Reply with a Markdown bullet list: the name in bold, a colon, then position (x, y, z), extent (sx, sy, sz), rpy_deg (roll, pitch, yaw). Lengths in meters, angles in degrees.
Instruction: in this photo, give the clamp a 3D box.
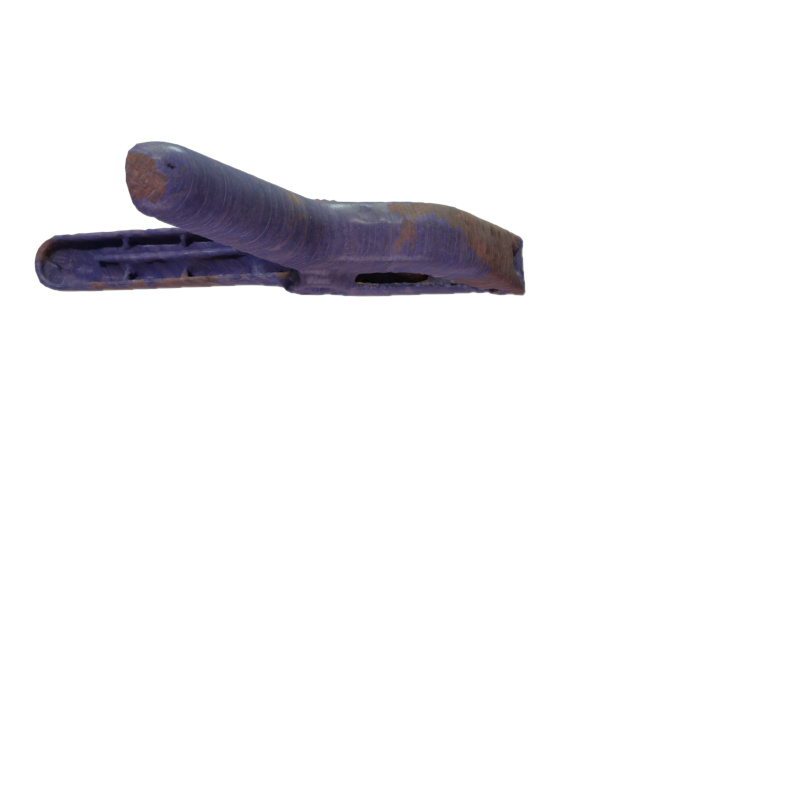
- **clamp**: position (-0.035, -0.064, 0.449), extent (0.205, 0.037, 0.165), rpy_deg (1, -5, -19)
